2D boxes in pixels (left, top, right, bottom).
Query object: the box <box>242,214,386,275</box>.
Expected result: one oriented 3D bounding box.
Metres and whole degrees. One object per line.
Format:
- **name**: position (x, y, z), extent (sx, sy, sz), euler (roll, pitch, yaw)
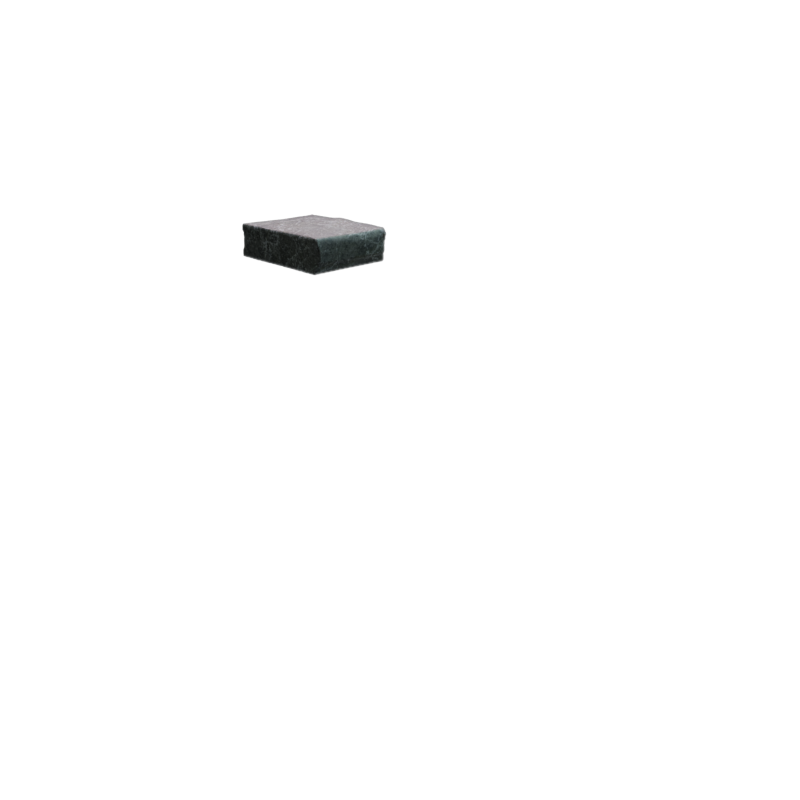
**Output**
- **box**: position (-0.067, -0.123, 0.860), extent (0.071, 0.029, 0.094), euler (-15, 23, -40)
